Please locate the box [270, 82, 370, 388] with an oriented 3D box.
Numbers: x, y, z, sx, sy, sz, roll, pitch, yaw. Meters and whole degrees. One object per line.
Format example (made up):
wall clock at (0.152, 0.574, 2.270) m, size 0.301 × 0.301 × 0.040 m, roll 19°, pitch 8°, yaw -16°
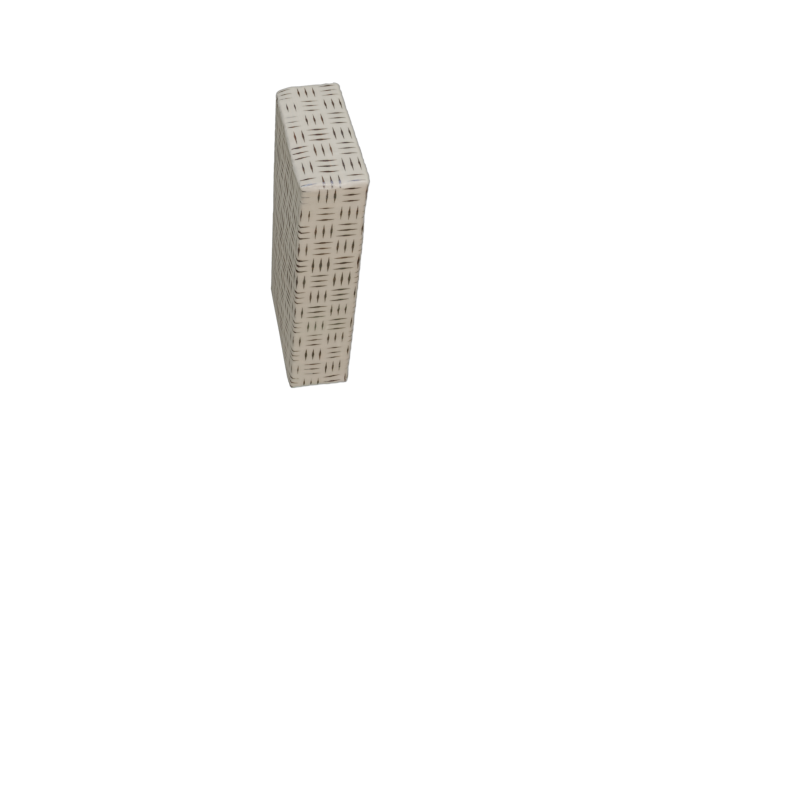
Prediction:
box at (-0.054, -0.098, 0.685) m, size 0.048 × 0.101 × 0.164 m, roll -7°, pitch -41°, yaw -10°
